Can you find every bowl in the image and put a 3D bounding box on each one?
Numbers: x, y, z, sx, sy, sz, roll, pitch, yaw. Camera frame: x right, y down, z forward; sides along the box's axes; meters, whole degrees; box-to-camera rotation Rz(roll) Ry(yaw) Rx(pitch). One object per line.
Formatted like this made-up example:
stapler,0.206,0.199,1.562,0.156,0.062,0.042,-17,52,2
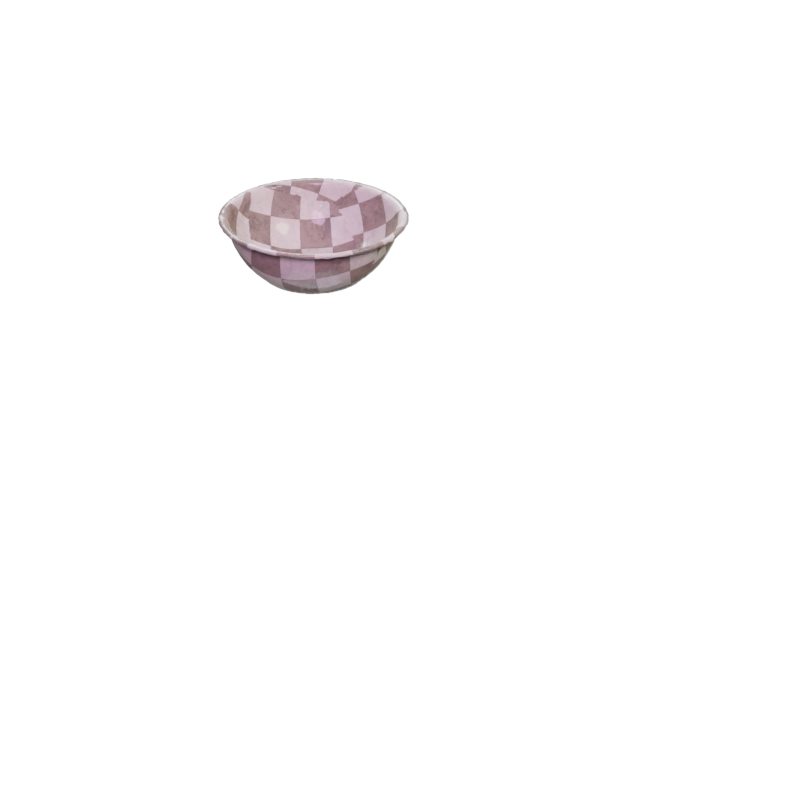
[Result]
bowl,-0.075,-0.136,0.953,0.162,0.052,0.172,-1,32,-2
